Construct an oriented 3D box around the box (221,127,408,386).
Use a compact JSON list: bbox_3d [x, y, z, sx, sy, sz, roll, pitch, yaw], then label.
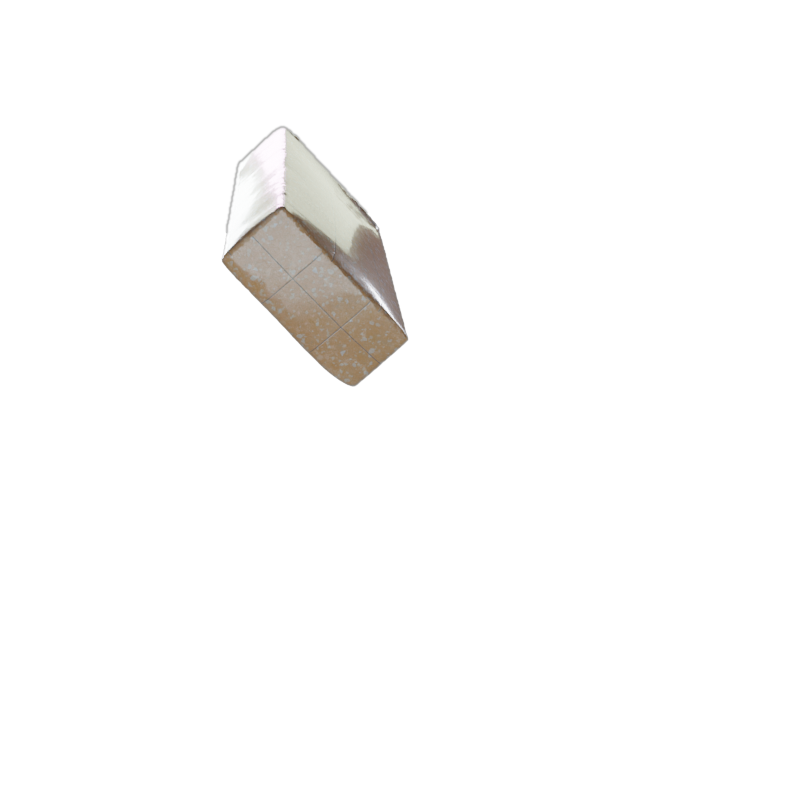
[{"bbox_3d":[-0.047,-0.086,0.600,0.048,0.089,0.186,-39,22,15],"label":"box"}]
